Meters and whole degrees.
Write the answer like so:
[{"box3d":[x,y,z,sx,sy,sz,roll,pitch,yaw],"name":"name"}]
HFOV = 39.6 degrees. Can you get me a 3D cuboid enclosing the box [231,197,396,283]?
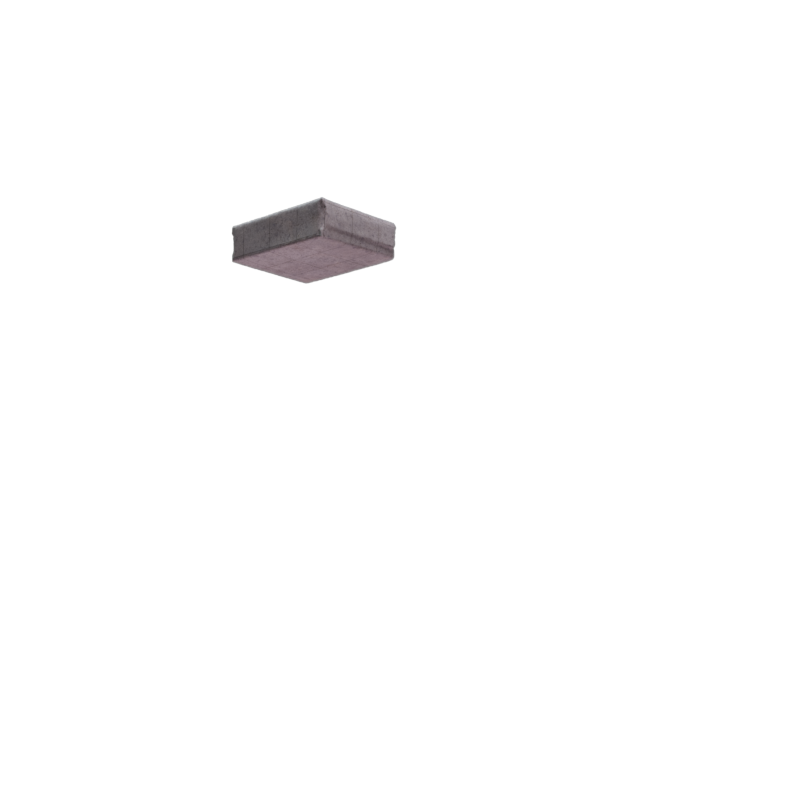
[{"box3d":[-0.059,-0.108,0.757,0.091,0.031,0.069,-10,-15,41],"name":"box"}]
